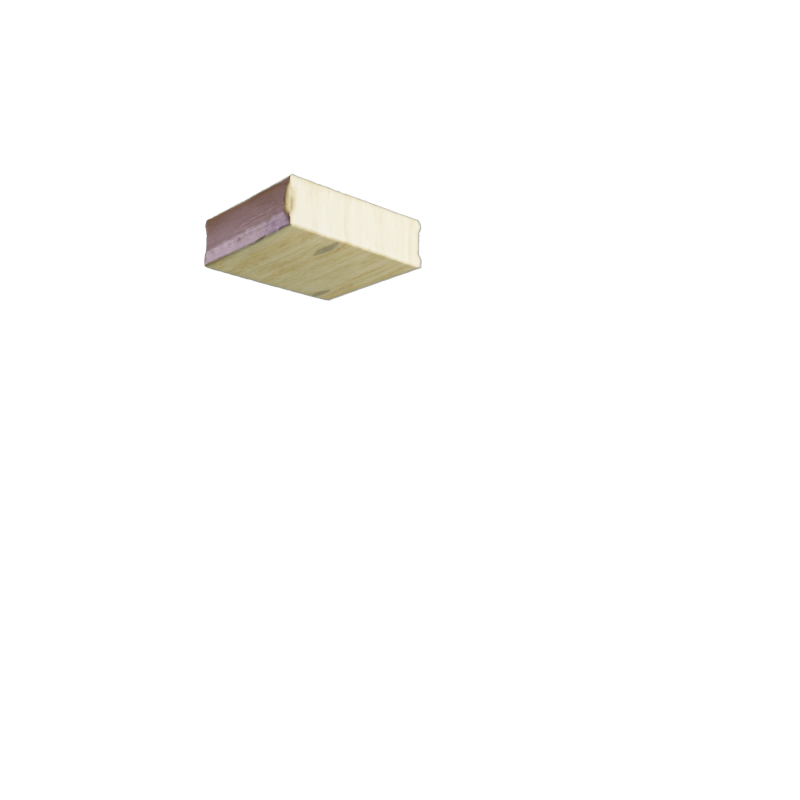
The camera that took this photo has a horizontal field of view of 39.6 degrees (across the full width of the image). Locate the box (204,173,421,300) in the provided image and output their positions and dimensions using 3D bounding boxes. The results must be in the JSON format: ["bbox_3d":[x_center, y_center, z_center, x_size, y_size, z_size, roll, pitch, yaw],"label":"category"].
[{"bbox_3d":[-0.045,-0.082,0.573,0.084,0.031,0.074,13,-20,-39],"label":"box"}]
